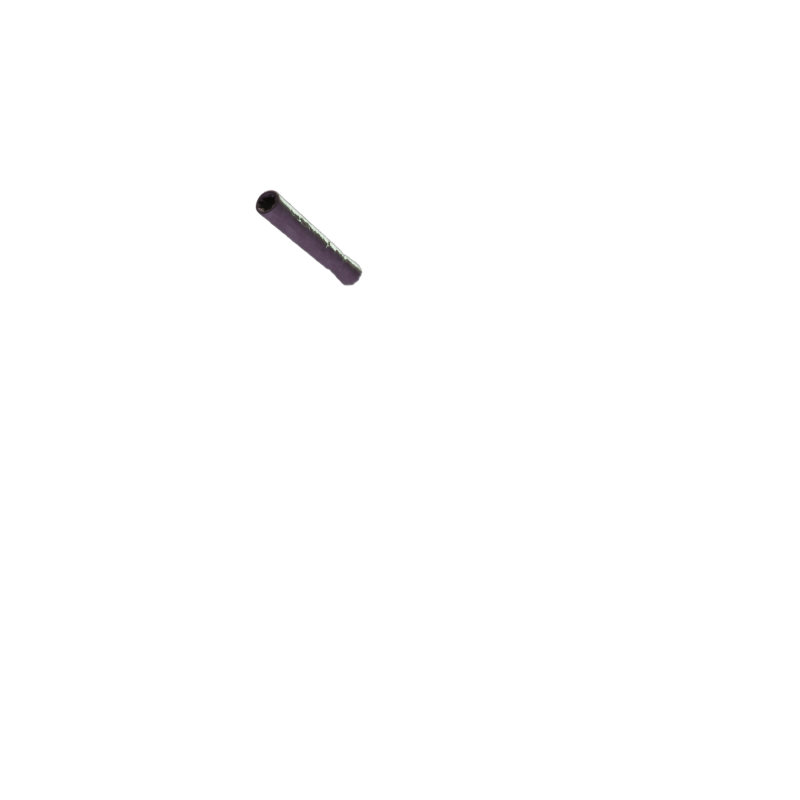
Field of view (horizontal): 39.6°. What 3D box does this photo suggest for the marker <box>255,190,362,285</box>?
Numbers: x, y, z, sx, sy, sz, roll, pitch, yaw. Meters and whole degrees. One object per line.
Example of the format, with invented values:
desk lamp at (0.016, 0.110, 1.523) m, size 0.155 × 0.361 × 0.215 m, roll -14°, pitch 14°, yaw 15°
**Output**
marker at (-0.061, -0.111, 0.781) m, size 0.020 × 0.020 × 0.112 m, roll 3°, pitch -20°, yaw 33°
